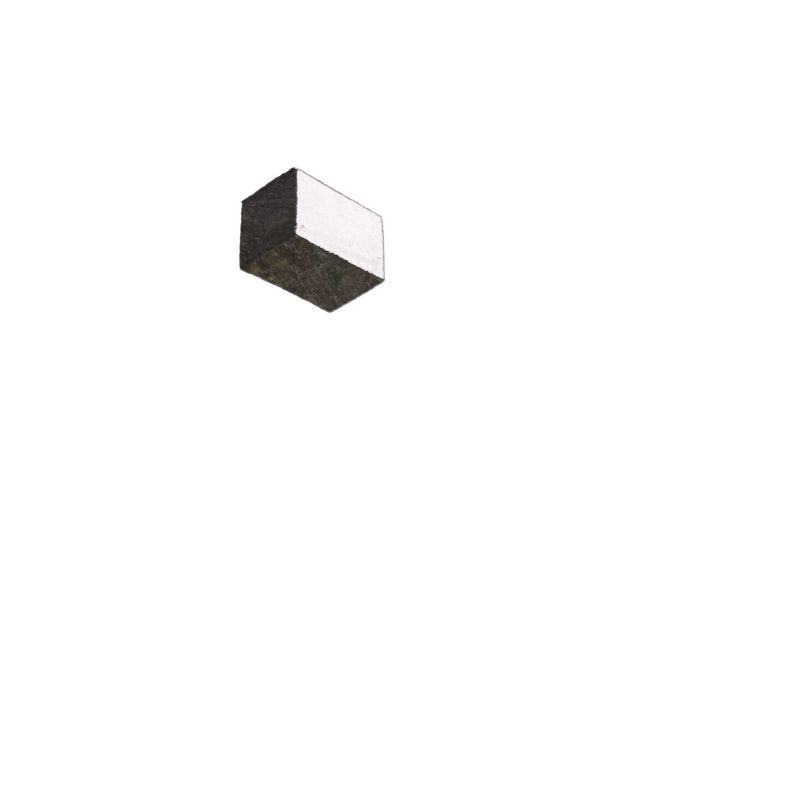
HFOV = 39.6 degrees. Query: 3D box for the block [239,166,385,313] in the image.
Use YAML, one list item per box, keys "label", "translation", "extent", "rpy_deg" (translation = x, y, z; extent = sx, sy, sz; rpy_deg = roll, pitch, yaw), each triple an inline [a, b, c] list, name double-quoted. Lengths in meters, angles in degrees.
- label: "block"
  translation: [-0.054, -0.098, 0.687]
  extent: [0.053, 0.055, 0.073]
  rpy_deg: [-28, -40, 37]
